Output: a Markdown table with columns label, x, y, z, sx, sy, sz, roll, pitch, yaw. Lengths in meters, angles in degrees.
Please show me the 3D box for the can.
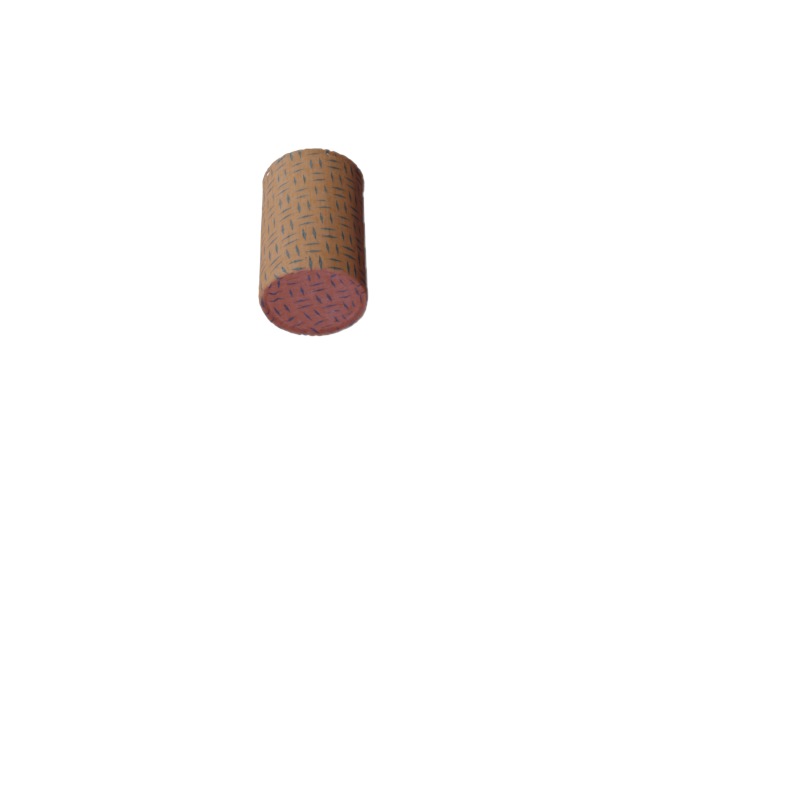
| label | x | y | z | sx | sy | sz | roll | pitch | yaw |
| --- | --- | --- | --- | --- | --- | --- | --- | --- | --- |
| can | -0.055 | -0.100 | 0.701 | 0.068 | 0.110 | 0.064 | -1 | -39 | -3 |
